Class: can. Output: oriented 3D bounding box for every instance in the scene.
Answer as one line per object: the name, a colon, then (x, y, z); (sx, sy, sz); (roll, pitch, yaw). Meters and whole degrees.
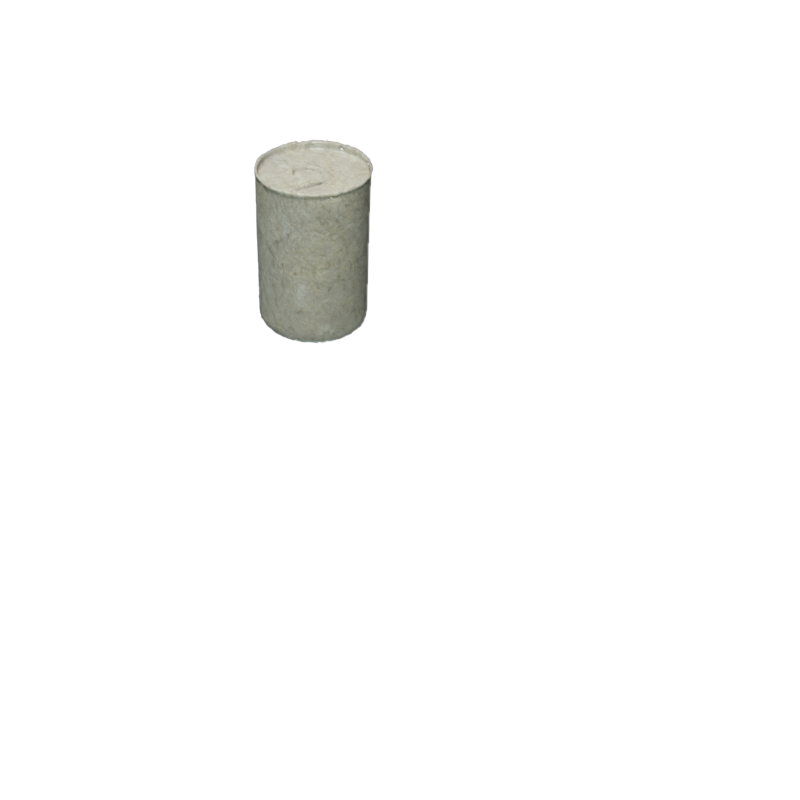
can: (-0.052, -0.094, 0.658); (0.068, 0.096, 0.073); (0, 35, -3)
